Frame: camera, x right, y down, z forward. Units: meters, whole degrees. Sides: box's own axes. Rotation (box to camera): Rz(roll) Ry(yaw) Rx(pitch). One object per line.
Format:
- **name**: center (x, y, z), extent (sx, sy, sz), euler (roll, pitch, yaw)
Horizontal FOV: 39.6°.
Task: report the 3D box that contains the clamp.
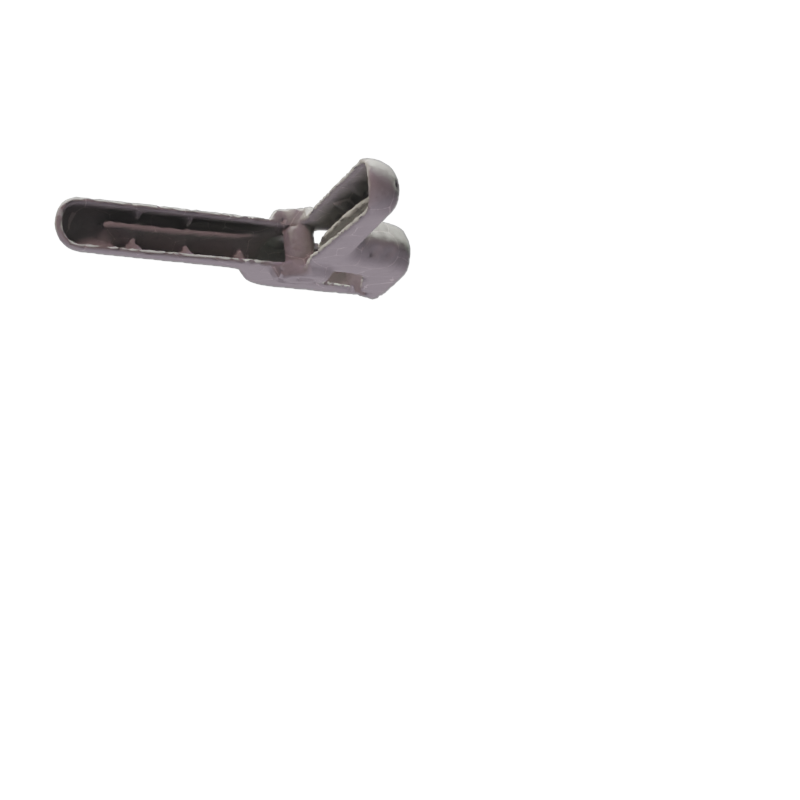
- **clamp**: center (-0.044, -0.080, 0.557), extent (0.169, 0.037, 0.200), euler (-2, -5, 28)
